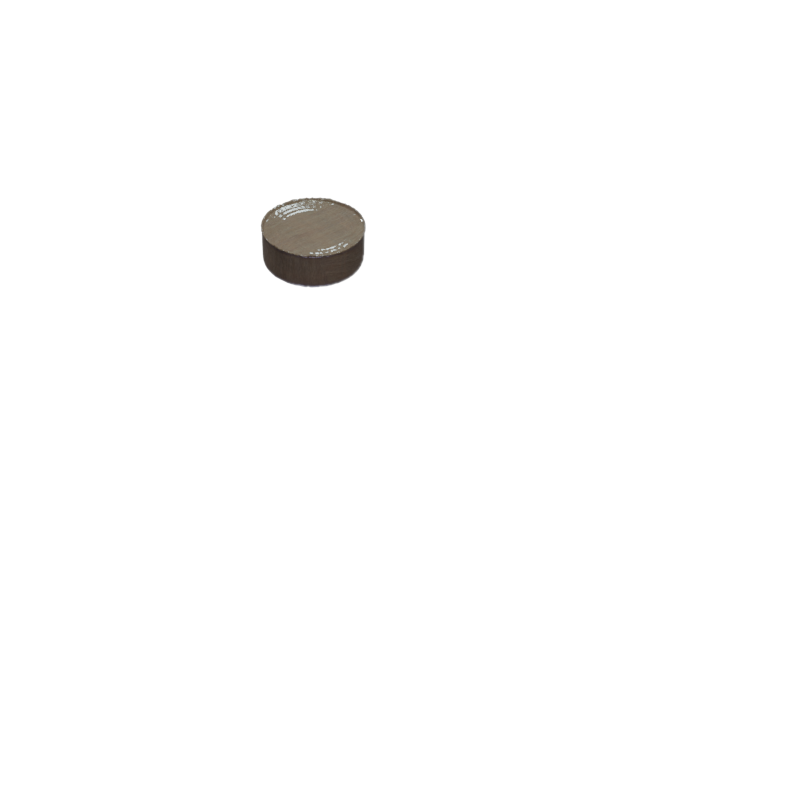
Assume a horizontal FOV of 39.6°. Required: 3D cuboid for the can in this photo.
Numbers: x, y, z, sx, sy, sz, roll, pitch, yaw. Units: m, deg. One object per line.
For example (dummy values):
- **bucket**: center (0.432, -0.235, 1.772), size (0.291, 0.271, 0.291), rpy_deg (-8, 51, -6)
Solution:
- **can**: center (-0.072, -0.131, 0.915), size (0.086, 0.031, 0.092), rpy_deg (-1, 40, -2)
